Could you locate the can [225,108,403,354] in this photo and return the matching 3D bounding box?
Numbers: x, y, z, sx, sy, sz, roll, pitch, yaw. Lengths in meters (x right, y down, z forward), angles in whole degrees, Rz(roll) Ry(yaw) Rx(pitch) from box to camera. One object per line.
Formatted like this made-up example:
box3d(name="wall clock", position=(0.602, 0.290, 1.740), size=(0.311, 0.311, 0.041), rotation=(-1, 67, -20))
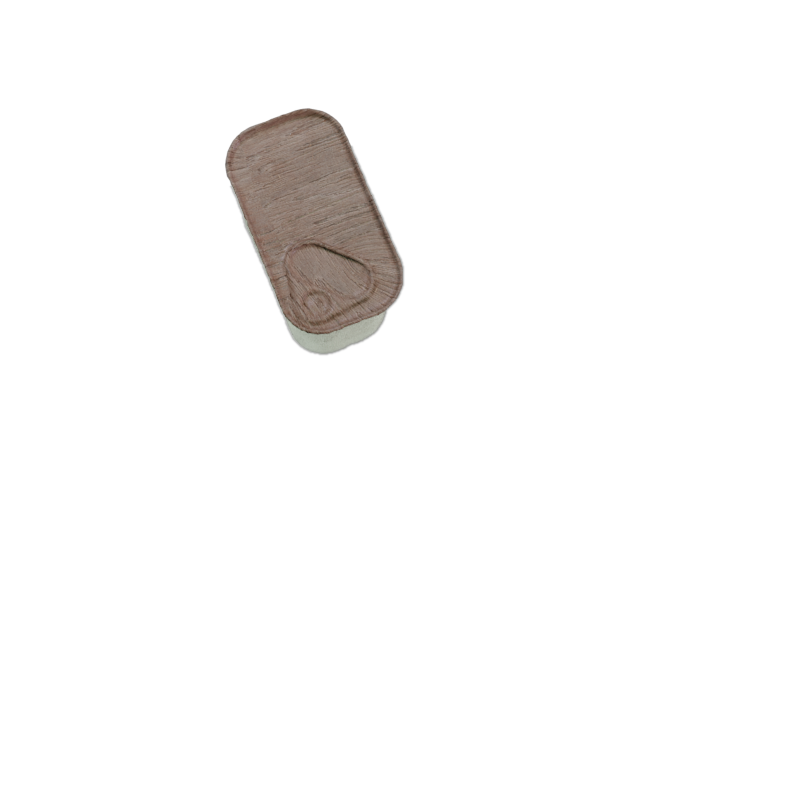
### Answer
box3d(name="can", position=(-0.042, -0.076, 0.532), size=(0.057, 0.105, 0.081), rotation=(-22, -10, -6))
